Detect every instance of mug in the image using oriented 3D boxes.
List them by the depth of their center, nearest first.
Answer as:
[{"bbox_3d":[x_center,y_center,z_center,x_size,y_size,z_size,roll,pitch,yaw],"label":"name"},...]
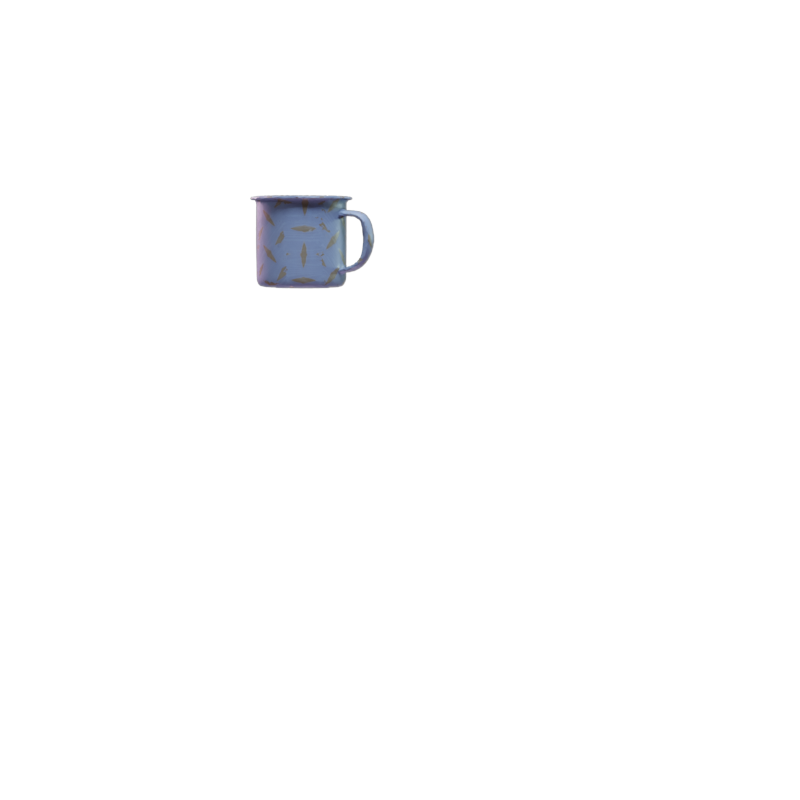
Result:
[{"bbox_3d":[-0.078,-0.143,0.999,0.121,0.081,0.091,2,5,22],"label":"mug"}]
